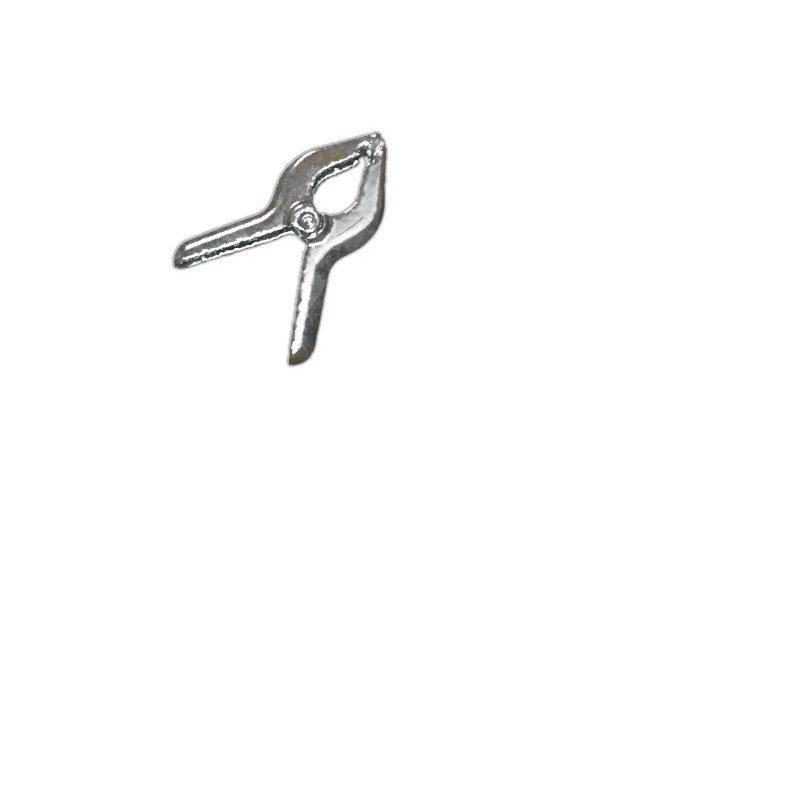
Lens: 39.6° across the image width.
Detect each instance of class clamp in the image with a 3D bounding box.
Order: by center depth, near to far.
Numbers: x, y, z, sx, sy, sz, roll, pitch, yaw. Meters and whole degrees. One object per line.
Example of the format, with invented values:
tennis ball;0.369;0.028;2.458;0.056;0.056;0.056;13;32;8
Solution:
clamp;-0.061;-0.112;0.783;0.172;0.121;0.039;-41;-3;-3
